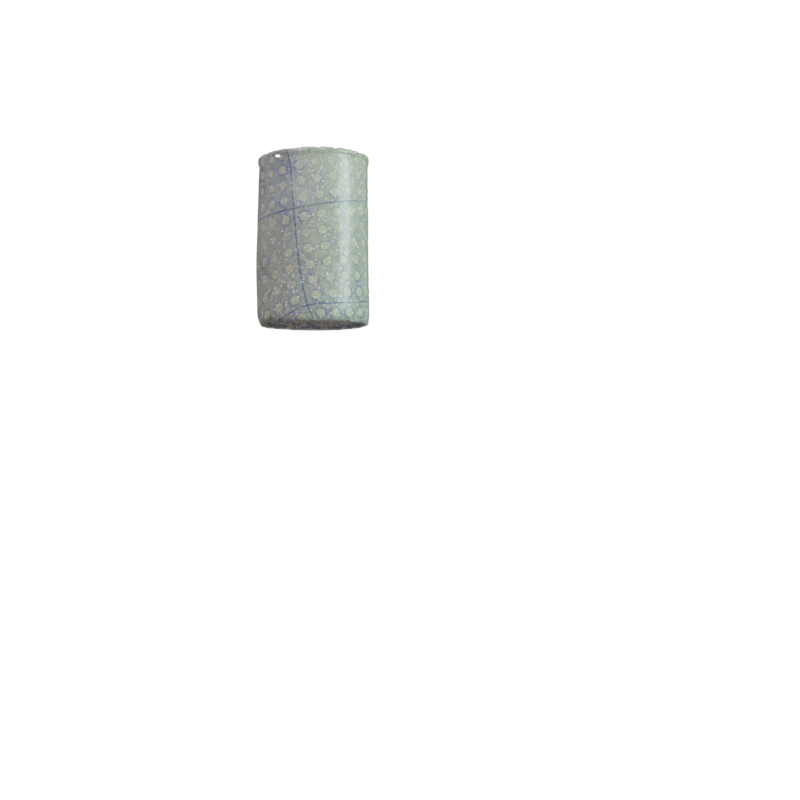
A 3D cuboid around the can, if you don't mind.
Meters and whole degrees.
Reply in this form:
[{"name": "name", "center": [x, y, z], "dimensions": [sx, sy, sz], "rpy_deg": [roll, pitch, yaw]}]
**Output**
[{"name": "can", "center": [-0.053, -0.096, 0.671], "dimensions": [0.068, 0.104, 0.067], "rpy_deg": [0, -7, -2]}]
